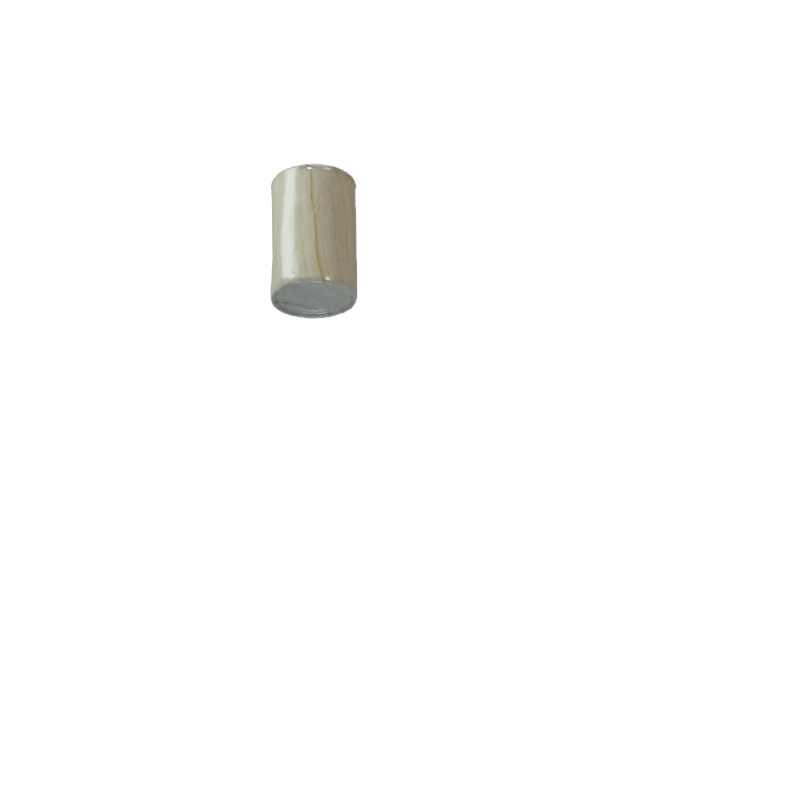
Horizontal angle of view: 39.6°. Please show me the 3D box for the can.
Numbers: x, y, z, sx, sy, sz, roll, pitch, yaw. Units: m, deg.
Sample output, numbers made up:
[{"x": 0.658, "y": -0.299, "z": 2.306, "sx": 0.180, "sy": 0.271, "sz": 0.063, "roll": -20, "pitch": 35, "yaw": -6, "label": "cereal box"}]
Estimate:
[{"x": -0.067, "y": -0.123, "z": 0.861, "sx": 0.068, "sy": 0.108, "sz": 0.065, "roll": 0, "pitch": -26, "yaw": -2, "label": "can"}]
